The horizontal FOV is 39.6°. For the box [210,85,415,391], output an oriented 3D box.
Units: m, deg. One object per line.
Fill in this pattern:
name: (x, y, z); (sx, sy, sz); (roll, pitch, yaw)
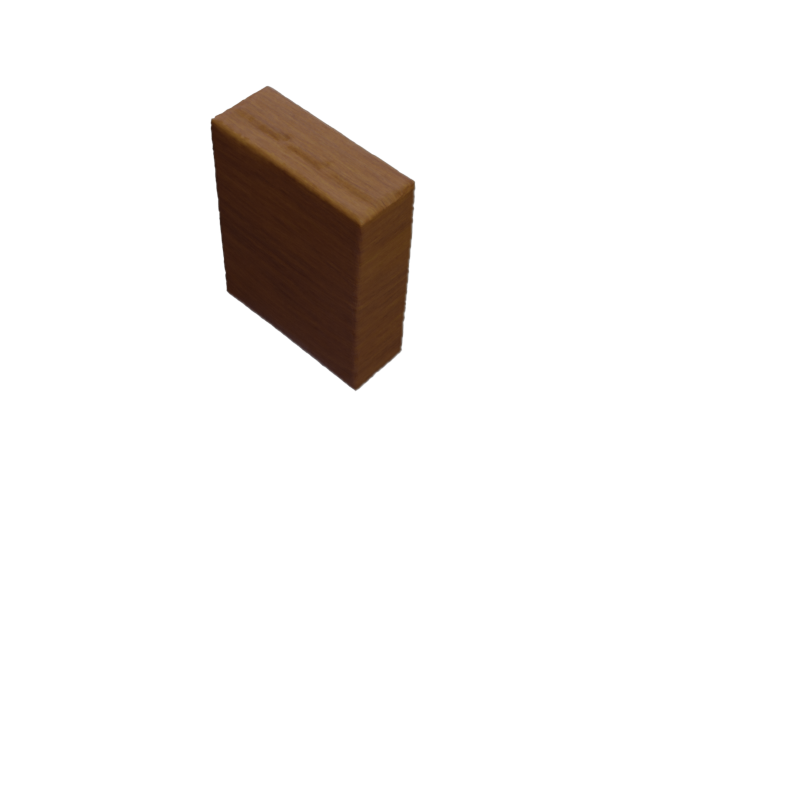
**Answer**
box: (-0.072, -0.131, 0.918); (0.174, 0.199, 0.073); (38, 59, 24)
